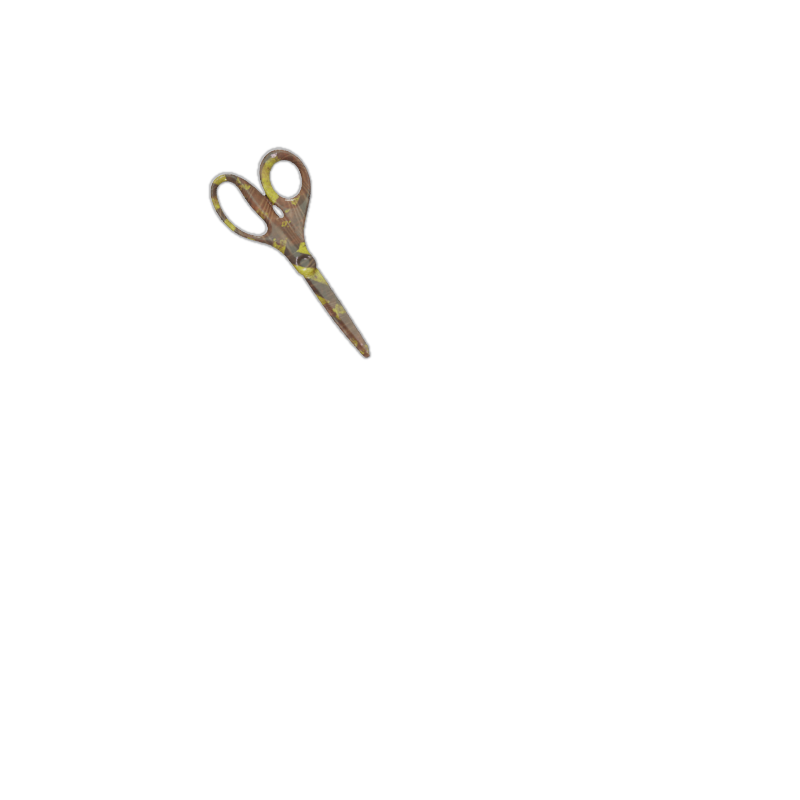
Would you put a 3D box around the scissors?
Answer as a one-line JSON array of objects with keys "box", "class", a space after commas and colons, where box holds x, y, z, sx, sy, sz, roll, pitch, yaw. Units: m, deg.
[{"box": [-0.075, -0.137, 0.959, 0.204, 0.097, 0.015, 40, -6, 5], "class": "scissors"}]
